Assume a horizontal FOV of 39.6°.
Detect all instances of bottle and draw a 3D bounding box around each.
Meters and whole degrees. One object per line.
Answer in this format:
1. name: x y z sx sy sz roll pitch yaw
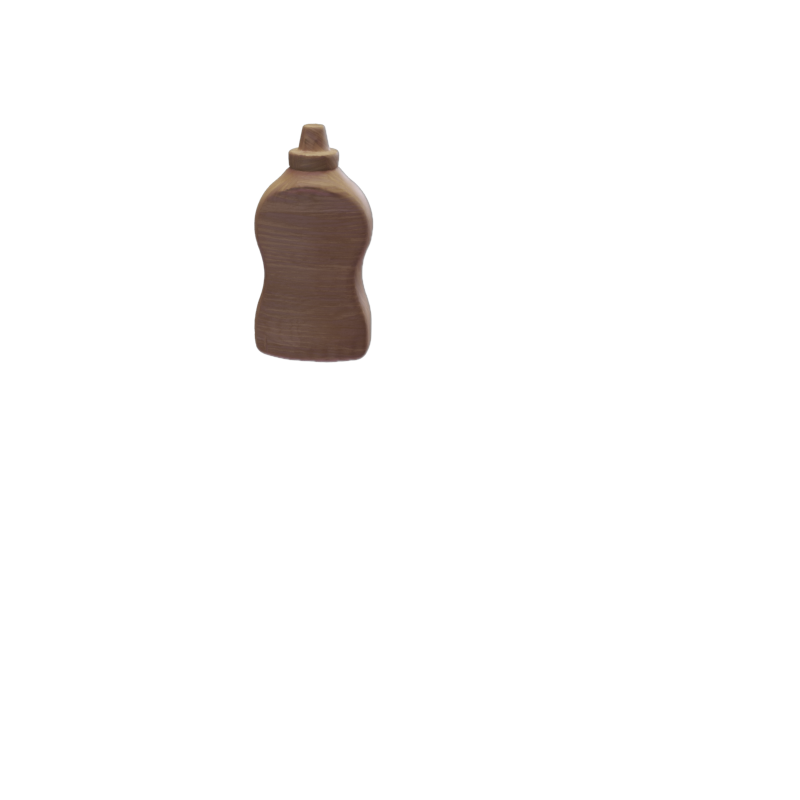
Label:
1. bottle: -0.071 -0.129 0.906 0.097 0.185 0.060 4 17 10
